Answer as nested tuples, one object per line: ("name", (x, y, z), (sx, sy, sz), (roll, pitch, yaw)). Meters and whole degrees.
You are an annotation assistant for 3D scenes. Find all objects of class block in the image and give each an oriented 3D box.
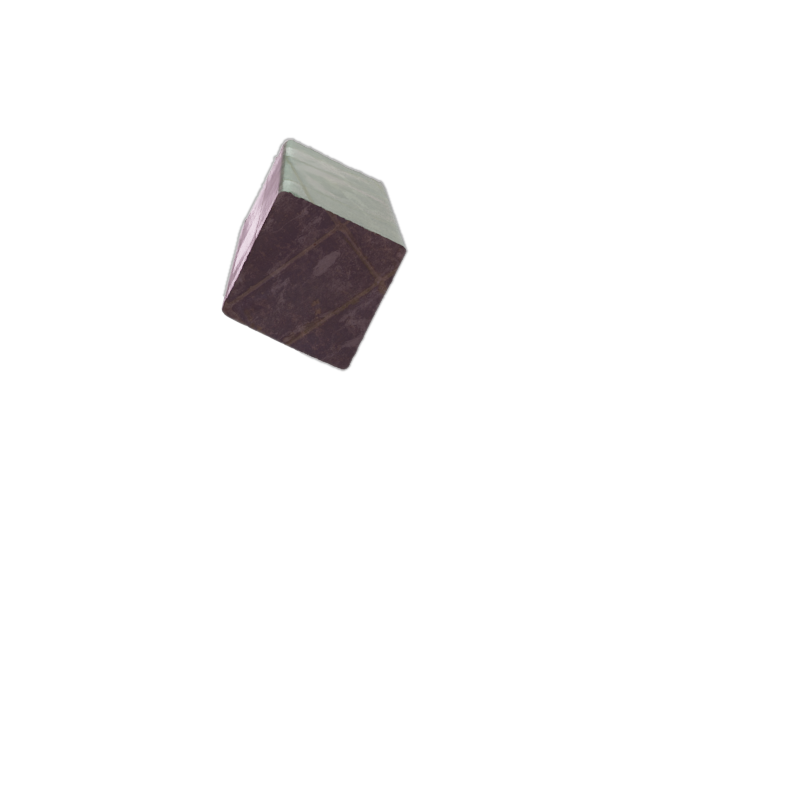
("block", (-0.062, -0.111, 0.779), (0.088, 0.089, 0.215), (24, 17, -12))
